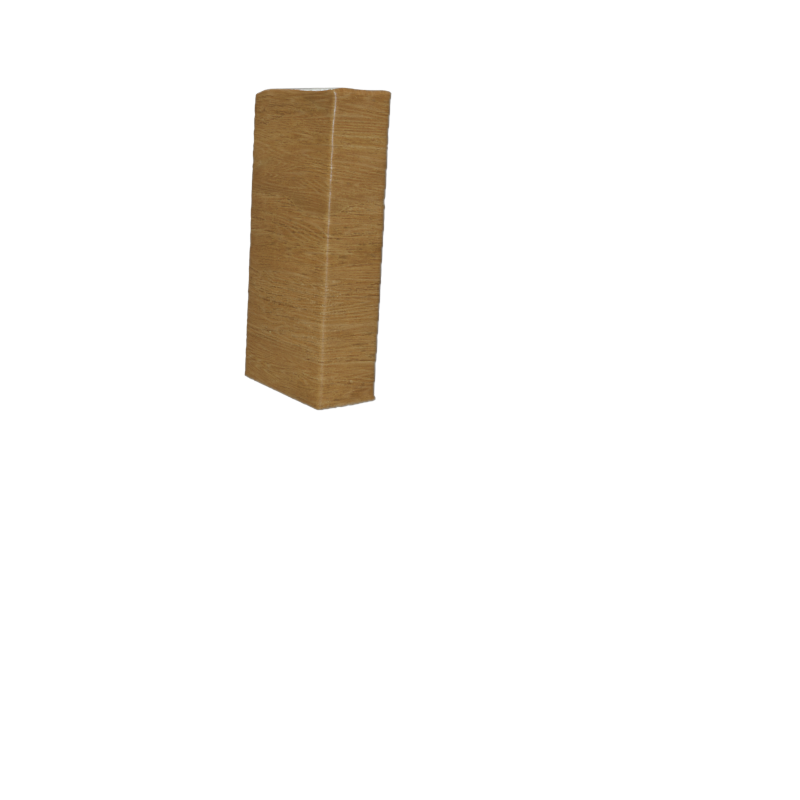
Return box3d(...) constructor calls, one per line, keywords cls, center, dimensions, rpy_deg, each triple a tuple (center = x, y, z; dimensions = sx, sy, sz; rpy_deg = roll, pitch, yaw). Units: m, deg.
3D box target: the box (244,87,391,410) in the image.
box3d(cls="box", center=(-0.051, -0.092, 0.642), dimensions=(0.047, 0.173, 0.098), rpy_deg=(-4, 10, -33))
